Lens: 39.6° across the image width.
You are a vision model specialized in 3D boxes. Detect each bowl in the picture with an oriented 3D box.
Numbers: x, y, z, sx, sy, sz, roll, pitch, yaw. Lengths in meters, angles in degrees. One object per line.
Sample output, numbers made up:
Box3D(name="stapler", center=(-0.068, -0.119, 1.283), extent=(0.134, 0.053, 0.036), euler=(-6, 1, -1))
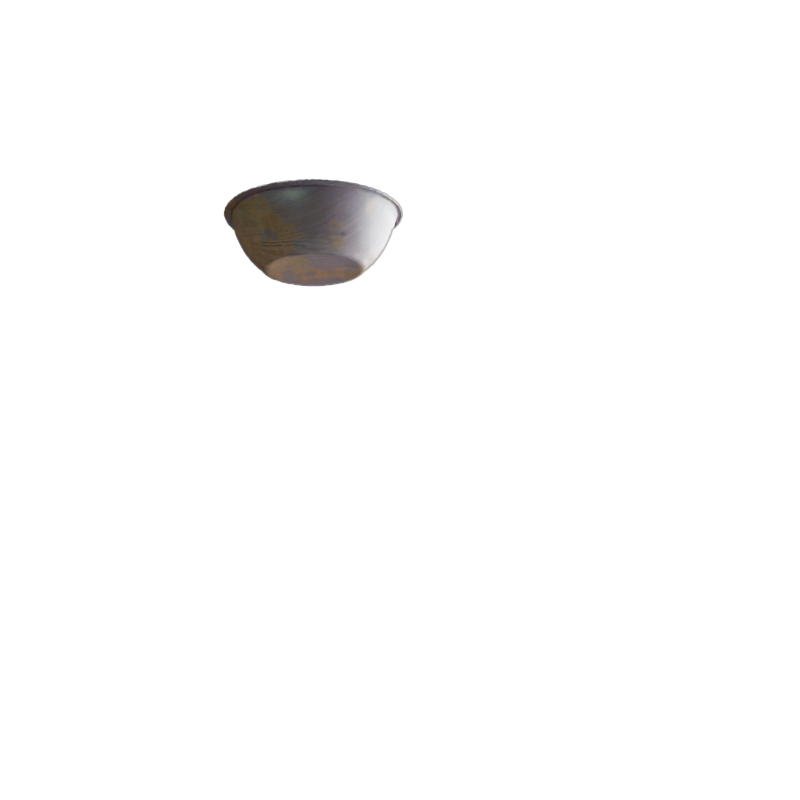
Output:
Box3D(name="bowl", center=(-0.078, -0.142, 0.991), extent=(0.162, 0.057, 0.156), euler=(0, -14, -2))
